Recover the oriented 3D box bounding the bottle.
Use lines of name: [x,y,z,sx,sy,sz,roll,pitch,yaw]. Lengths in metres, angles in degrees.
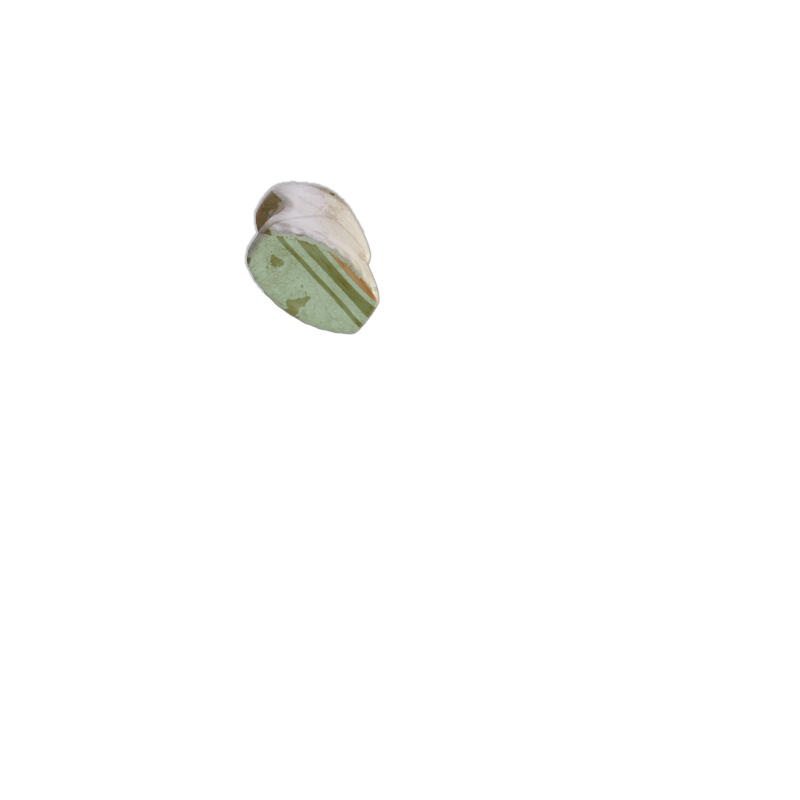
bottle: [-0.066,-0.121,0.844,0.093,0.057,0.202,30,19,-16]
